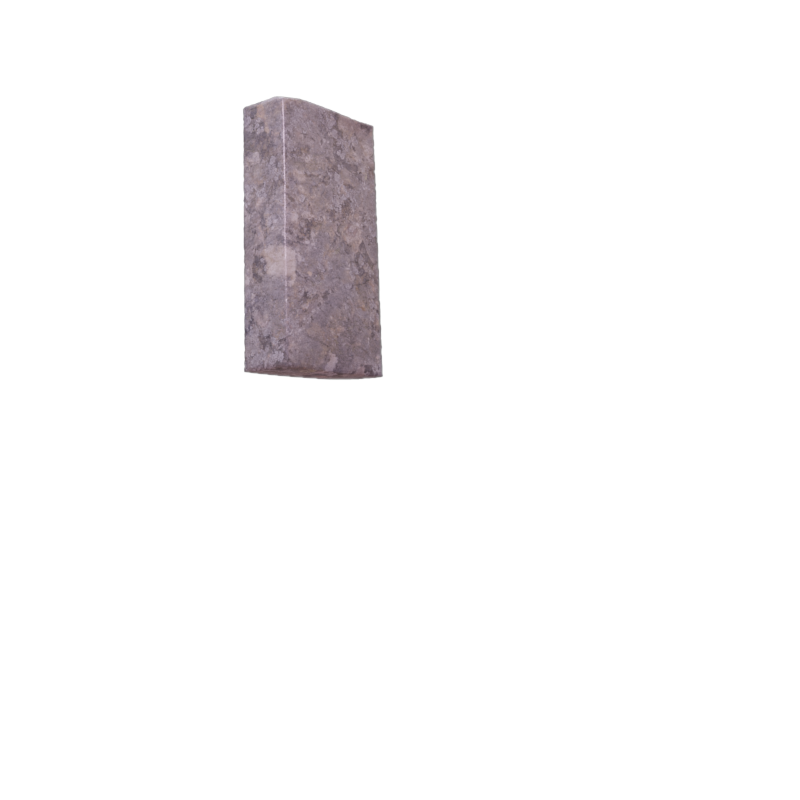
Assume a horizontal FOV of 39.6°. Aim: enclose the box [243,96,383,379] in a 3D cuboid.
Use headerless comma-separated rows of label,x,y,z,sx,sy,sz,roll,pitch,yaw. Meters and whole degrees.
box,-0.057,-0.104,0.727,0.049,0.181,0.089,-10,-14,40
